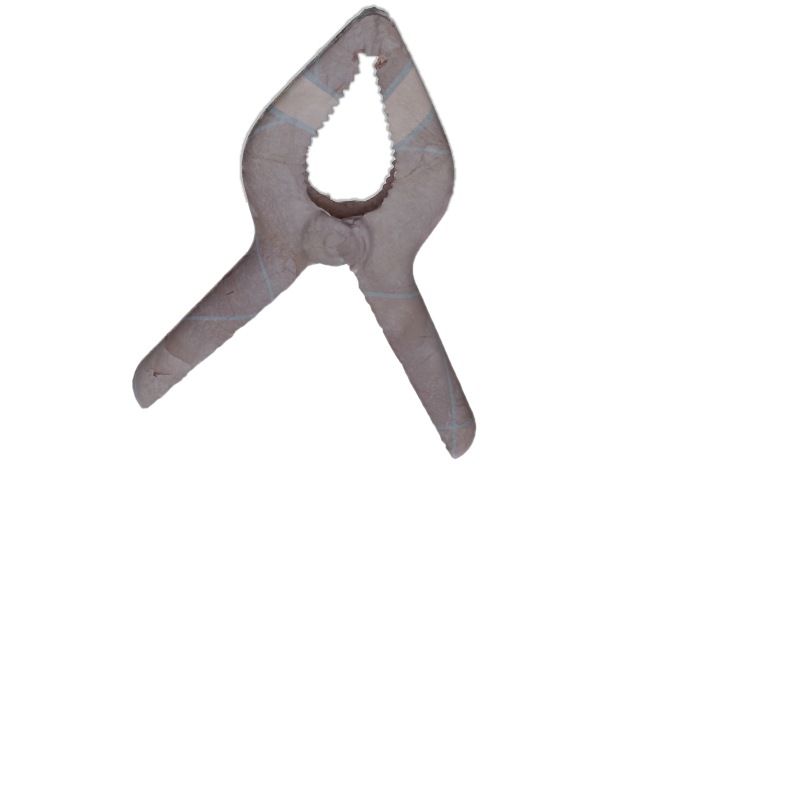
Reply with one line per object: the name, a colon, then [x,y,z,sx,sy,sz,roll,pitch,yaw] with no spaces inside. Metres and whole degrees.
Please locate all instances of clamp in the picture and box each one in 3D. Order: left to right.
clamp: [-0.039,-0.072,0.503,0.164,0.201,0.038,3,20,-1]
